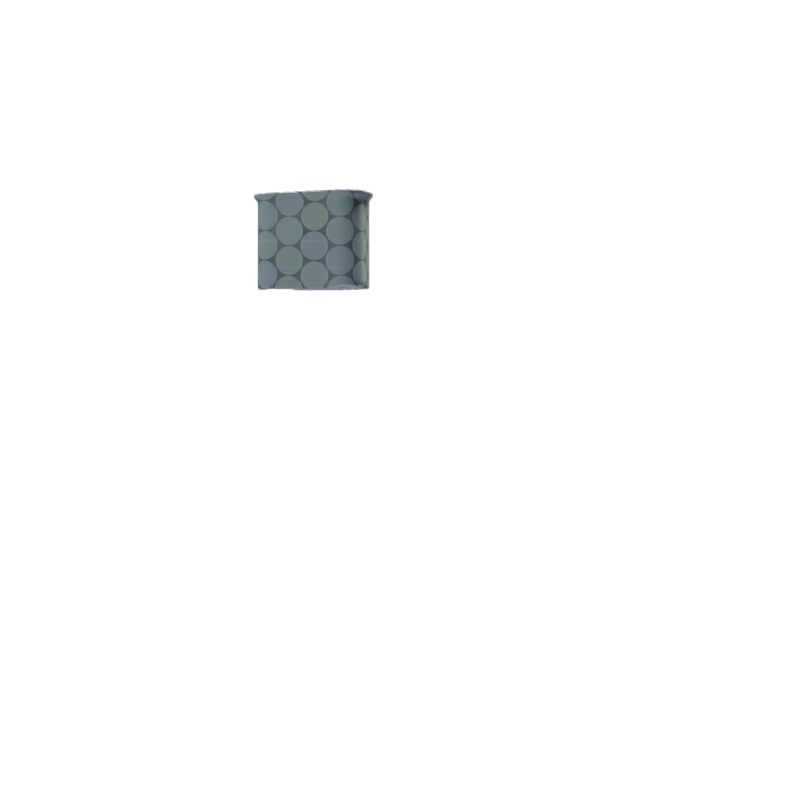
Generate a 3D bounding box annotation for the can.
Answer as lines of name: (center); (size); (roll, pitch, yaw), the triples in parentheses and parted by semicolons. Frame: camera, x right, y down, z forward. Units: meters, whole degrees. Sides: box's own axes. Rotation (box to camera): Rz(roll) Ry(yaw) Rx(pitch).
can: (-0.076, -0.138, 0.967); (0.104, 0.084, 0.056); (0, -1, 19)
